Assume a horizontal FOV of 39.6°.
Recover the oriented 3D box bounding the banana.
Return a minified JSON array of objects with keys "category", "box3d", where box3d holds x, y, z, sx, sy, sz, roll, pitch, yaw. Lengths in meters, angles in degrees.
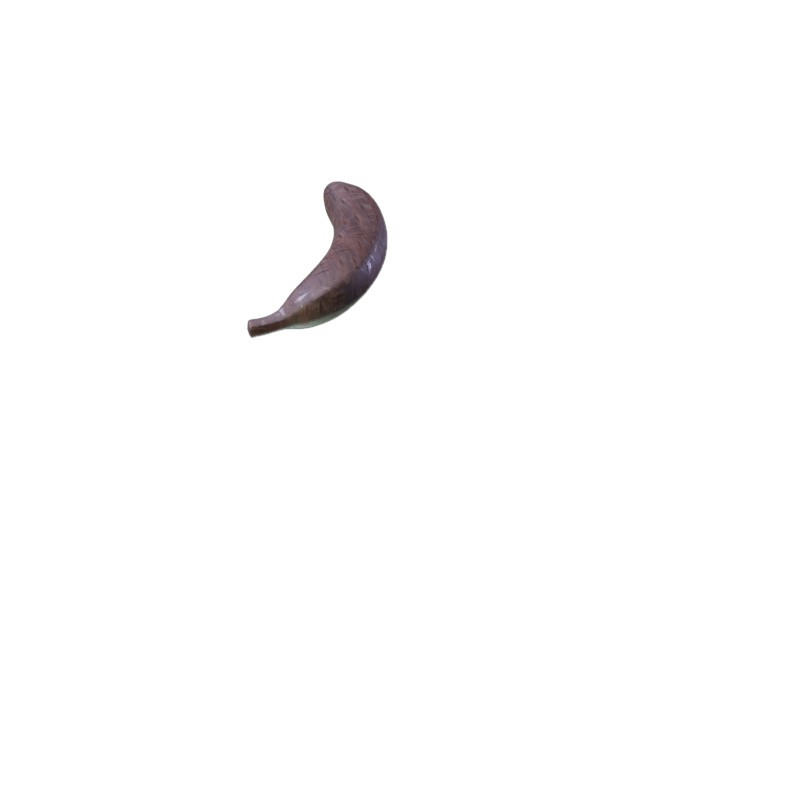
[{"category":"banana","box3d":[-0.043,-0.104,0.757,0.071,0.034,0.207,7,35,10]}]
